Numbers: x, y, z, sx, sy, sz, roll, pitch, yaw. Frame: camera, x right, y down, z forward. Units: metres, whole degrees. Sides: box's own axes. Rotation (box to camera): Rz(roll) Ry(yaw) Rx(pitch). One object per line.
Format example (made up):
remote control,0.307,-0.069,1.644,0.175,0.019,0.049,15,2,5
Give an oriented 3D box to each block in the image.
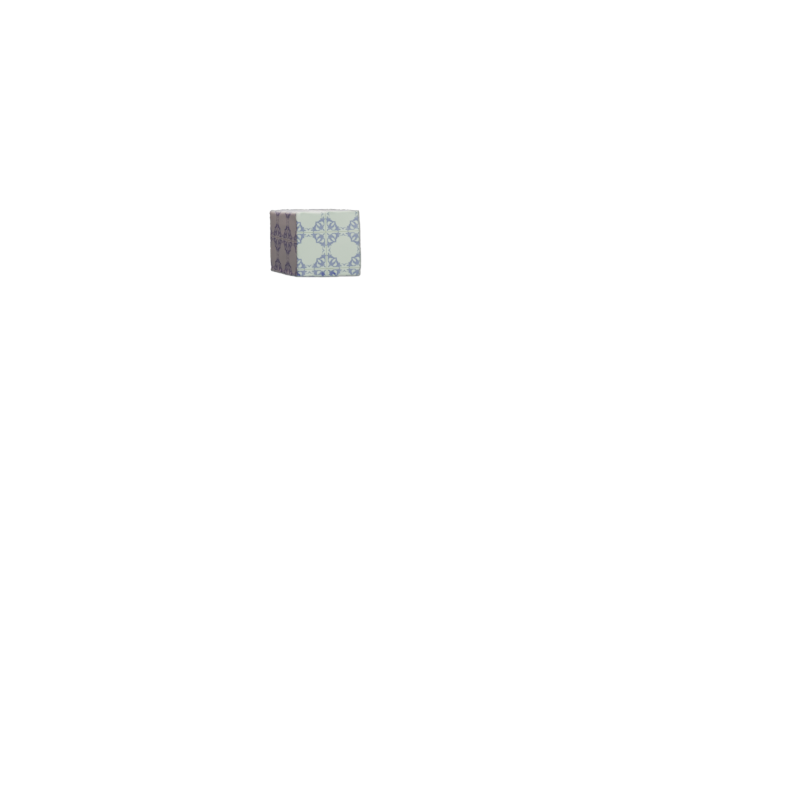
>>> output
block,-0.069,-0.126,0.880,0.051,0.051,0.081,-3,9,-22
